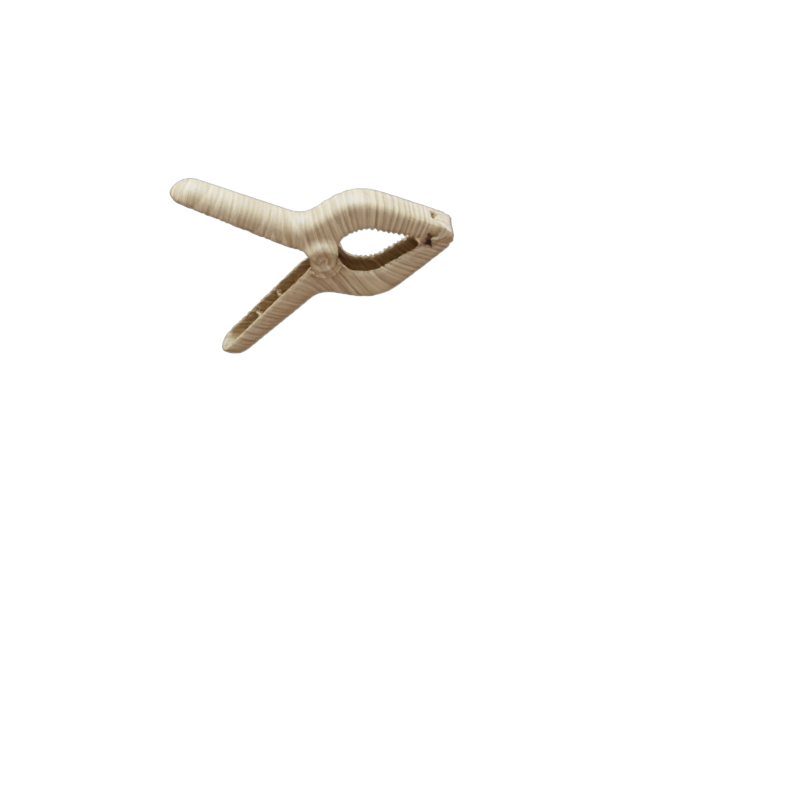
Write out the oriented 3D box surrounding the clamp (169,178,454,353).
[{"bbox_3d":[-0.067,-0.122,0.853,0.211,0.152,0.039,-14,37,11],"label":"clamp"}]
